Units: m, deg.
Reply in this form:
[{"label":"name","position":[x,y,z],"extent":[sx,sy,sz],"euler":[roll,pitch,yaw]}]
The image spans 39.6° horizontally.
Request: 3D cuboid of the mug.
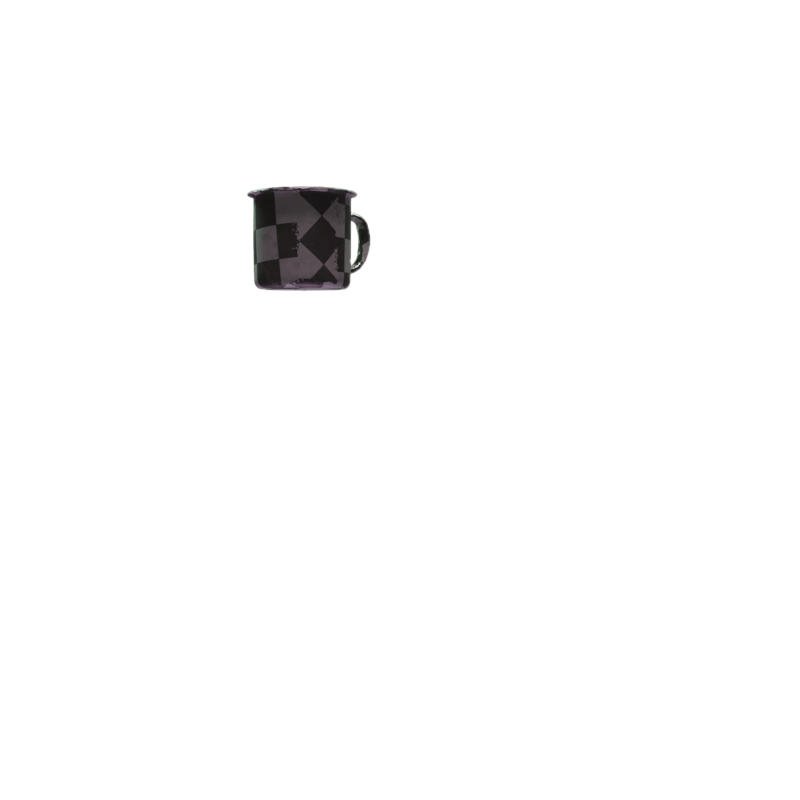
[{"label":"mug","position":[-0.074,-0.134,0.940],"extent":[0.112,0.082,0.097],"euler":[-1,0,-41]}]
